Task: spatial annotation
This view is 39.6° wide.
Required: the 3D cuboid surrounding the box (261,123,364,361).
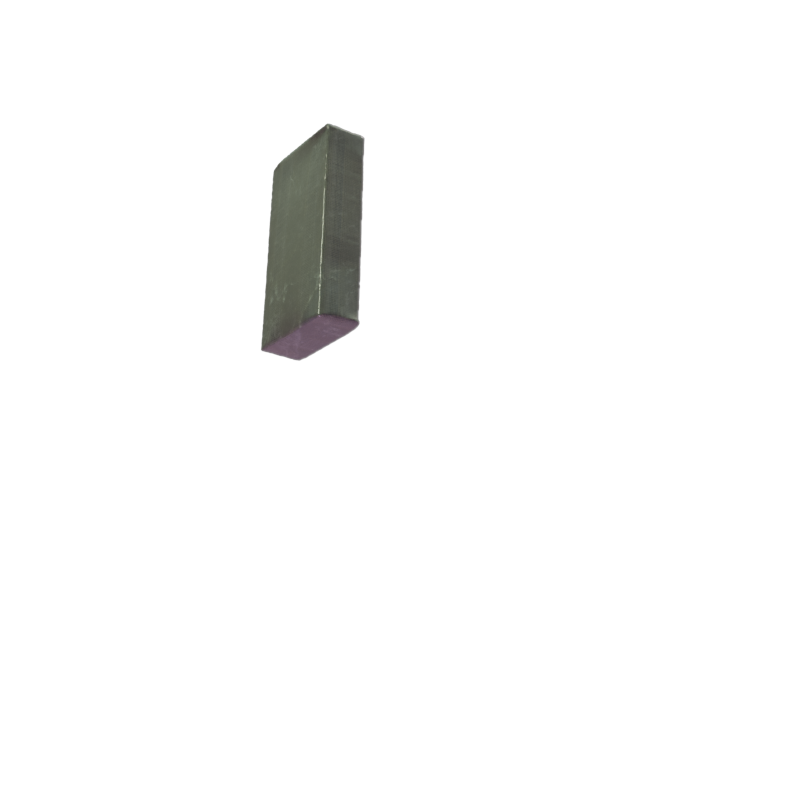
[{"bbox_3d":[-0.072,-0.131,0.920,0.046,0.186,0.093,15,-29,-33],"label":"box"}]
